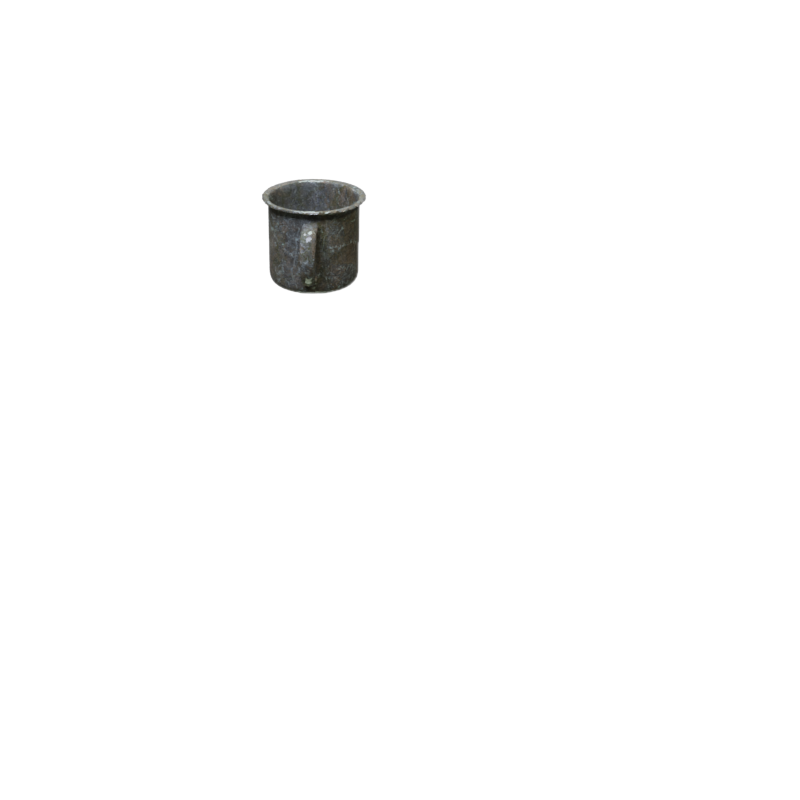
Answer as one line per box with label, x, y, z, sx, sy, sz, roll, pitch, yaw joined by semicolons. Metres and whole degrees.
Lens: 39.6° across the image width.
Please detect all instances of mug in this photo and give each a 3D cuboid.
mug;-0.078;-0.142;0.995;0.093;0.077;0.123;0;27;-1
